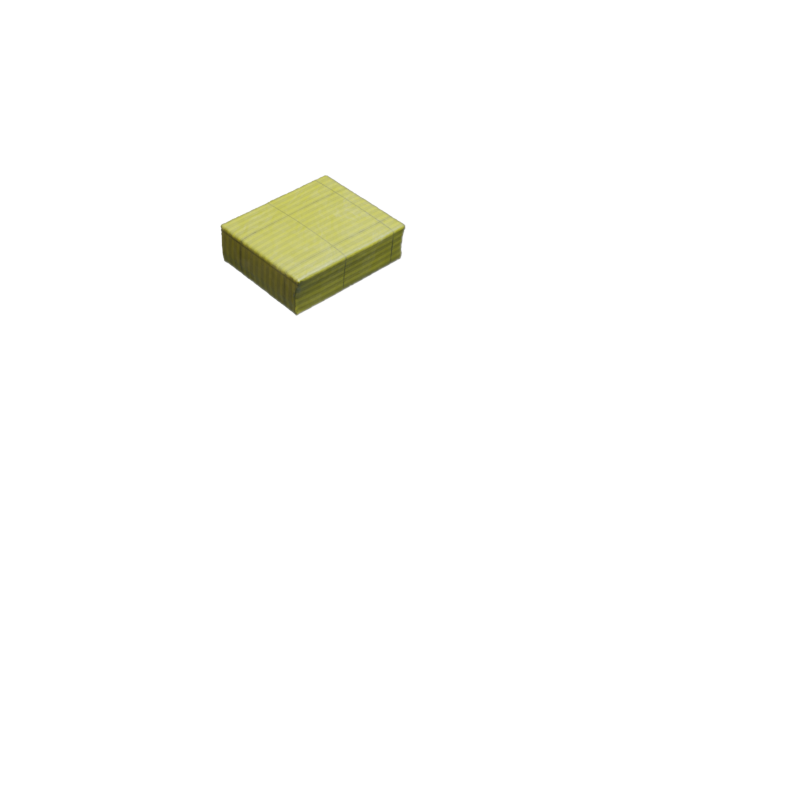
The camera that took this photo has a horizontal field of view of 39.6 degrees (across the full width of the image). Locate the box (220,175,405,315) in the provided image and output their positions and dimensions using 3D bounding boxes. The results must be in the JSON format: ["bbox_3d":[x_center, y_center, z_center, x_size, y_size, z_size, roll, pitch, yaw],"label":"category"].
[{"bbox_3d":[-0.066,-0.121,0.847,0.114,0.036,0.096,-33,52,-31],"label":"box"}]
